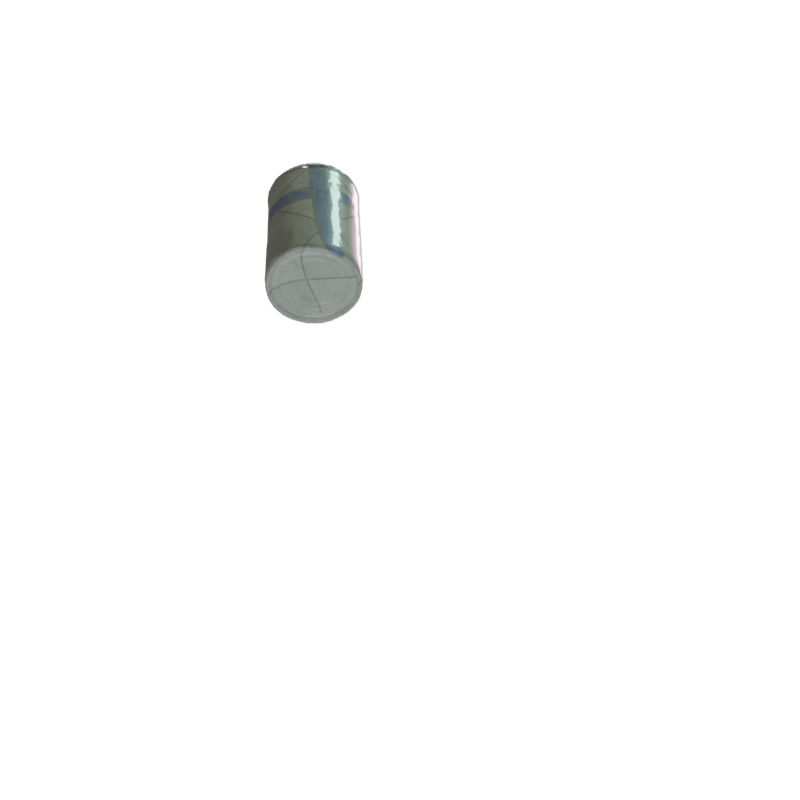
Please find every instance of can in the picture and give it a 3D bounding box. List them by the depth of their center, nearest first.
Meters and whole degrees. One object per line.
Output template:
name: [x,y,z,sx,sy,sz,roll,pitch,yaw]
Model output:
can: [-0.061,-0.111,0.779,0.068,0.064,0.110,-1,41,-3]
